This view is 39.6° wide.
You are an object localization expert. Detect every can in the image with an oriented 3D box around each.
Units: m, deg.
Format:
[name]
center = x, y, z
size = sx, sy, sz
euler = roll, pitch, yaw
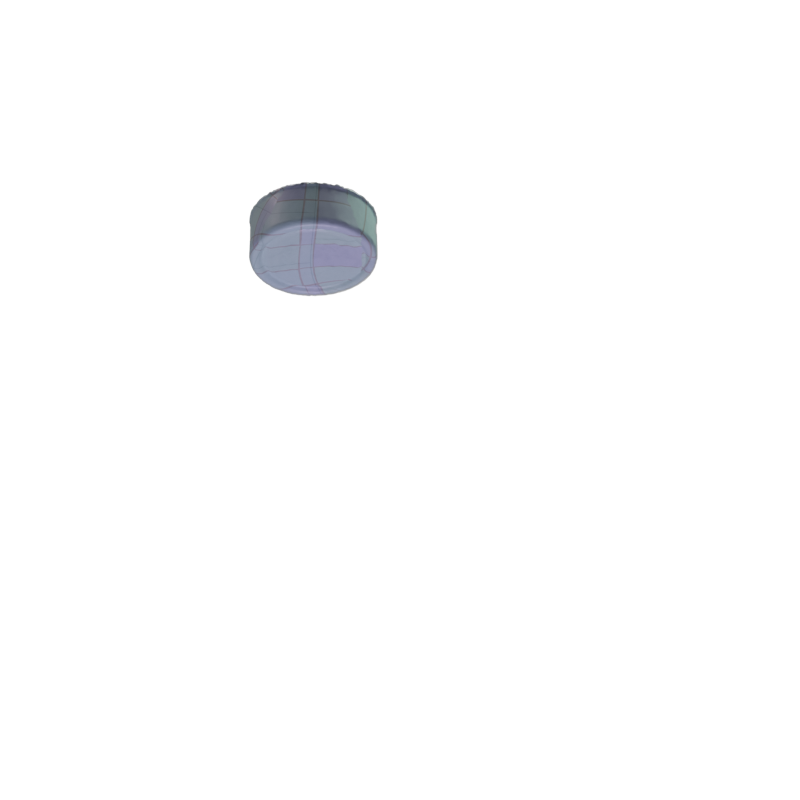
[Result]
[can]
center = -0.057, -0.105, 0.733
size = 0.086, 0.036, 0.080
euler = 1, -31, -2
